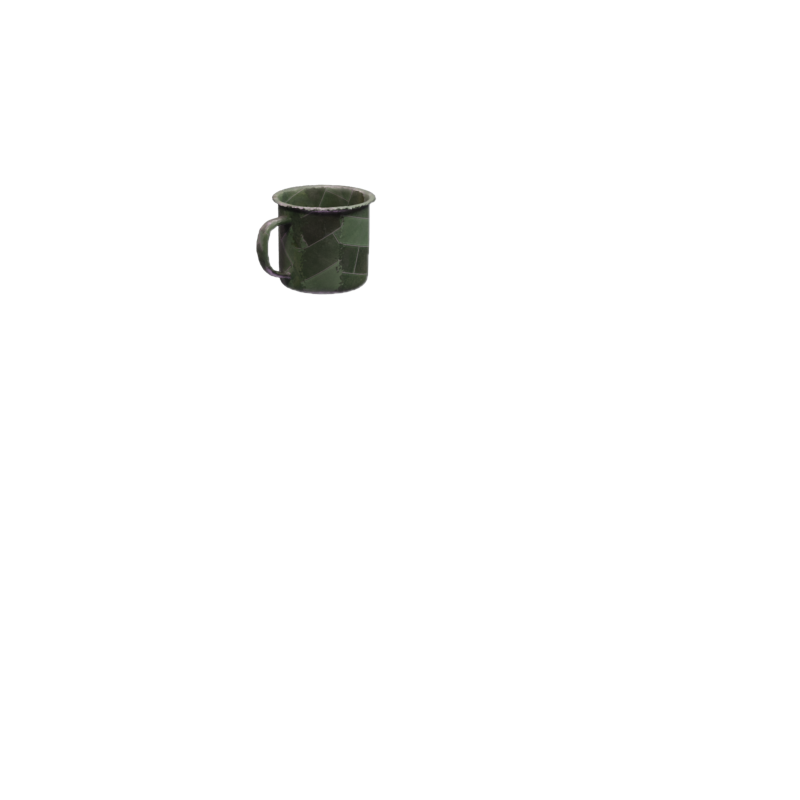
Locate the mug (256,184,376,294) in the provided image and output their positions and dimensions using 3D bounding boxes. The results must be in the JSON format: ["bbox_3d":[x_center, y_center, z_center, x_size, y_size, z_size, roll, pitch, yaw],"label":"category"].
[{"bbox_3d":[-0.078,-0.142,0.994,0.115,0.078,0.099,-17,27,-38],"label":"mug"}]
